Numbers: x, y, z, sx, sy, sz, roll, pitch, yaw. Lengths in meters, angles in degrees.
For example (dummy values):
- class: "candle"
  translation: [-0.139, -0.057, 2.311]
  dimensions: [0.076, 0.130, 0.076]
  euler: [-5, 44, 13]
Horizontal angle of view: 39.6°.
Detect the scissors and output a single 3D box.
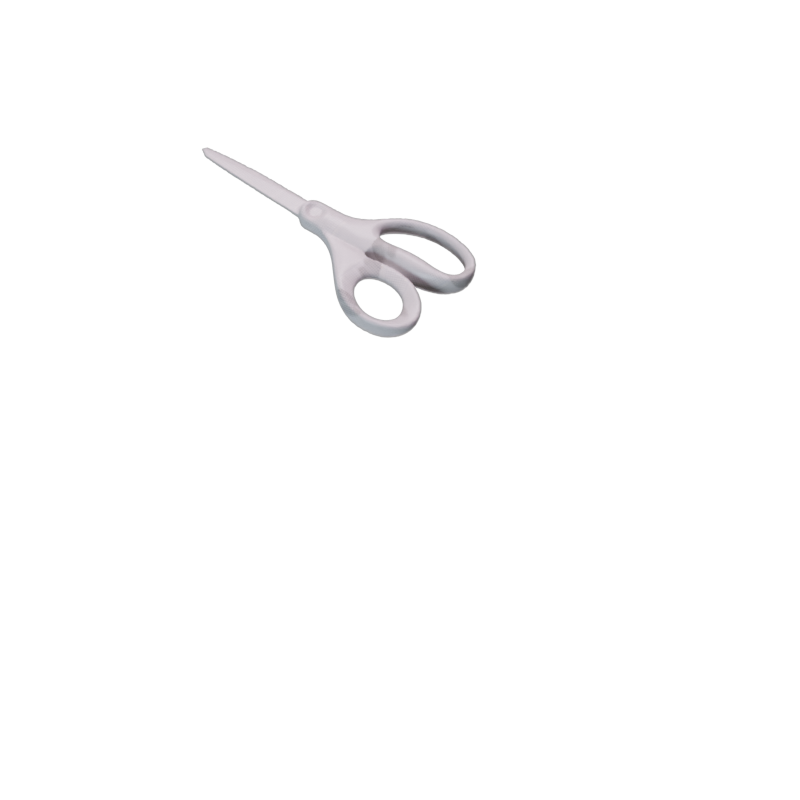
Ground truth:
- class: "scissors"
  translation: [-0.054, -0.099, 0.695]
  dimensions: [0.208, 0.100, 0.015]
  euler: [19, -35, 14]
